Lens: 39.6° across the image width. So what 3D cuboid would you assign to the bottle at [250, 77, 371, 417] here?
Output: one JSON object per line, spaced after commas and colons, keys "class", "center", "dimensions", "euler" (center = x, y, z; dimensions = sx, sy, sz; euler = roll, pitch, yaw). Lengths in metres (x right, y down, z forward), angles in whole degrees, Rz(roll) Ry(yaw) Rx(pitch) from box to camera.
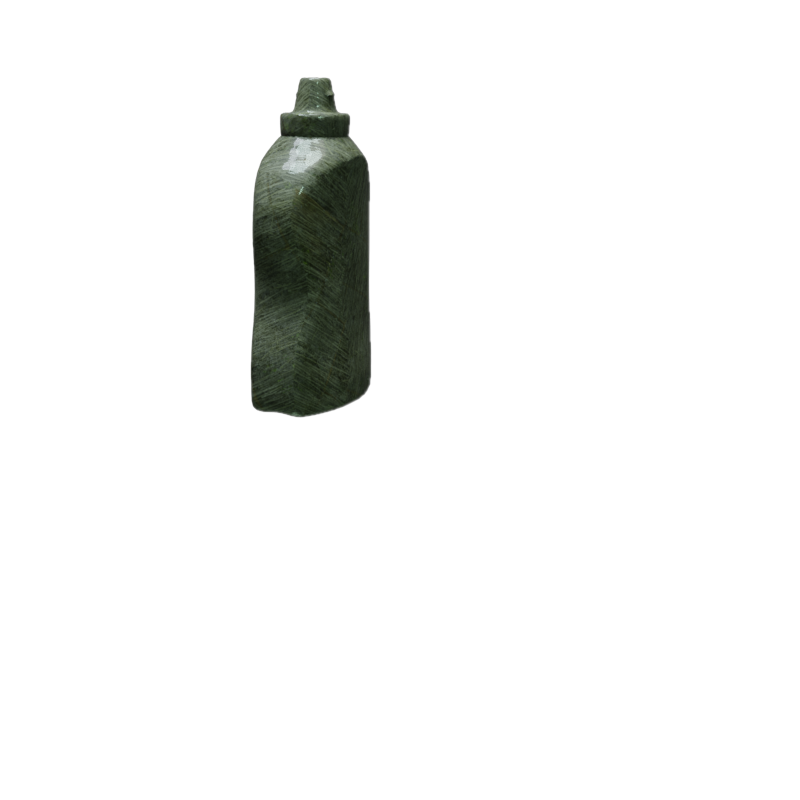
{"class": "bottle", "center": [-0.051, -0.093, 0.655], "dimensions": [0.061, 0.188, 0.094], "euler": [5, 9, 28]}
